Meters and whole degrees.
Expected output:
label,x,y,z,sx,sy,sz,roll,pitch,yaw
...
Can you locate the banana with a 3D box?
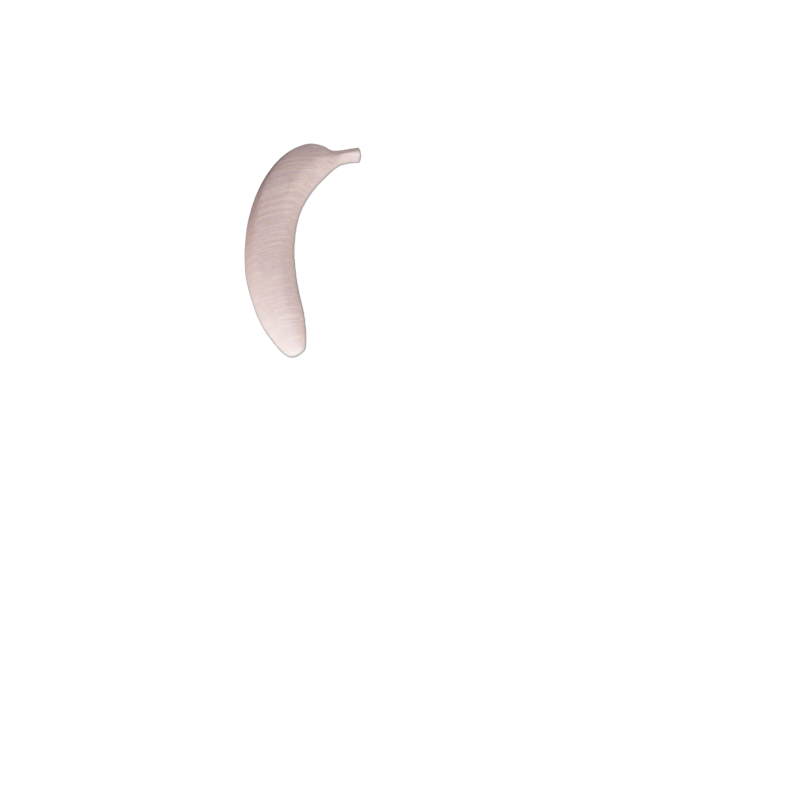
label,x,y,z,sx,sy,sz,roll,pitch,yaw
banana,-0.082,-0.126,0.835,0.070,0.208,0.034,10,-30,5
